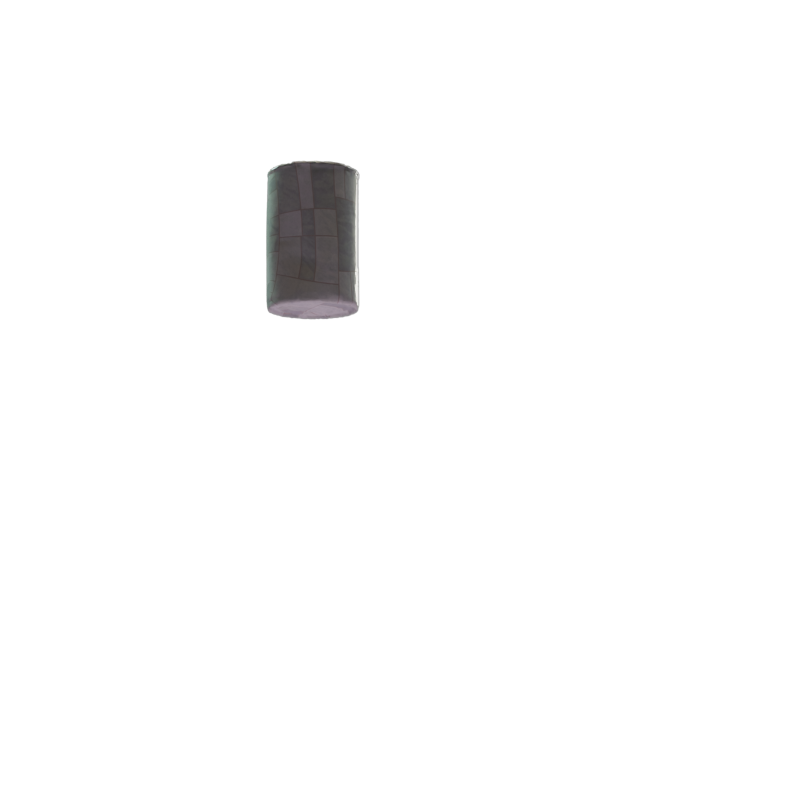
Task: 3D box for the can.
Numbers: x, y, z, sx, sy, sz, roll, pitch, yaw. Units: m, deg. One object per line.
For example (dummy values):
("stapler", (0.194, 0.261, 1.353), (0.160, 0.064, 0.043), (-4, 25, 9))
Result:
("can", (-0.063, -0.114, 0.800), (0.068, 0.106, 0.067), (0, -12, -2))
